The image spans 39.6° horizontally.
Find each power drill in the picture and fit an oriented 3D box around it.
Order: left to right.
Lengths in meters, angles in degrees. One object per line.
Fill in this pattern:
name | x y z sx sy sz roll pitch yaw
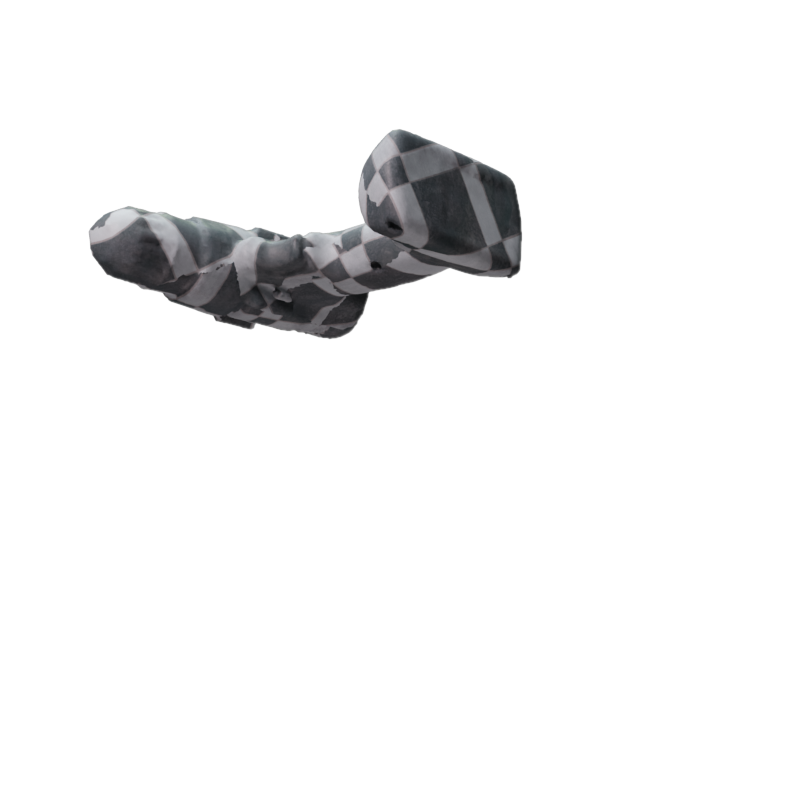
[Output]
power drill | -0.046 -0.084 0.590 0.174 0.059 0.191 11 -16 -44
